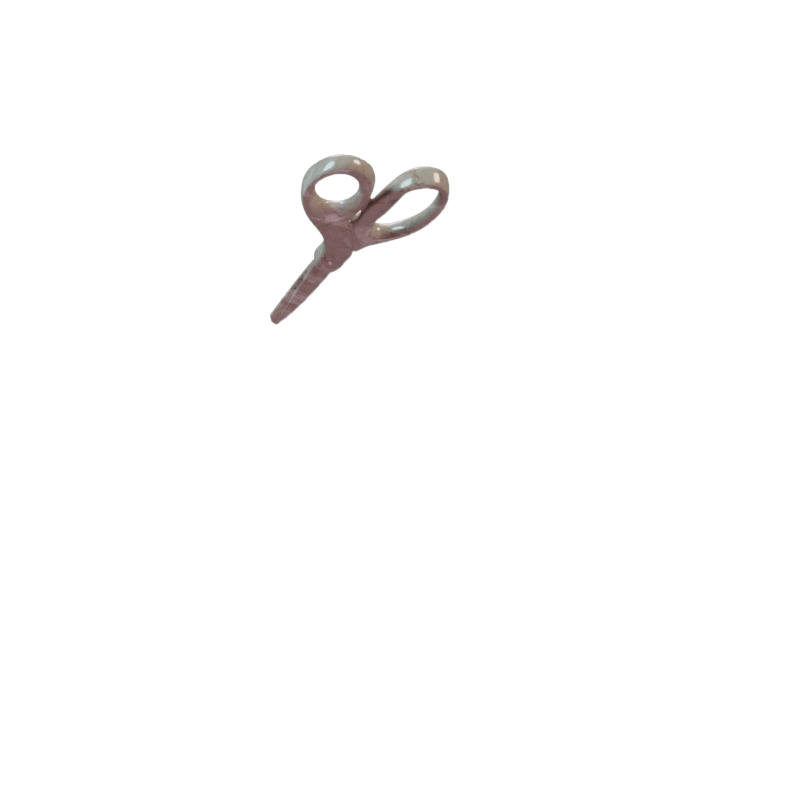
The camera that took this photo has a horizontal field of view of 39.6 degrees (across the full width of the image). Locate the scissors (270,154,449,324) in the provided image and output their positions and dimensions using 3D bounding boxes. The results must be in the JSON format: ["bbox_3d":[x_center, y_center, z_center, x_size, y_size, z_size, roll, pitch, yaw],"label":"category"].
[{"bbox_3d":[-0.055,-0.101,0.707,0.090,0.017,0.201,23,-35,-37],"label":"scissors"}]
